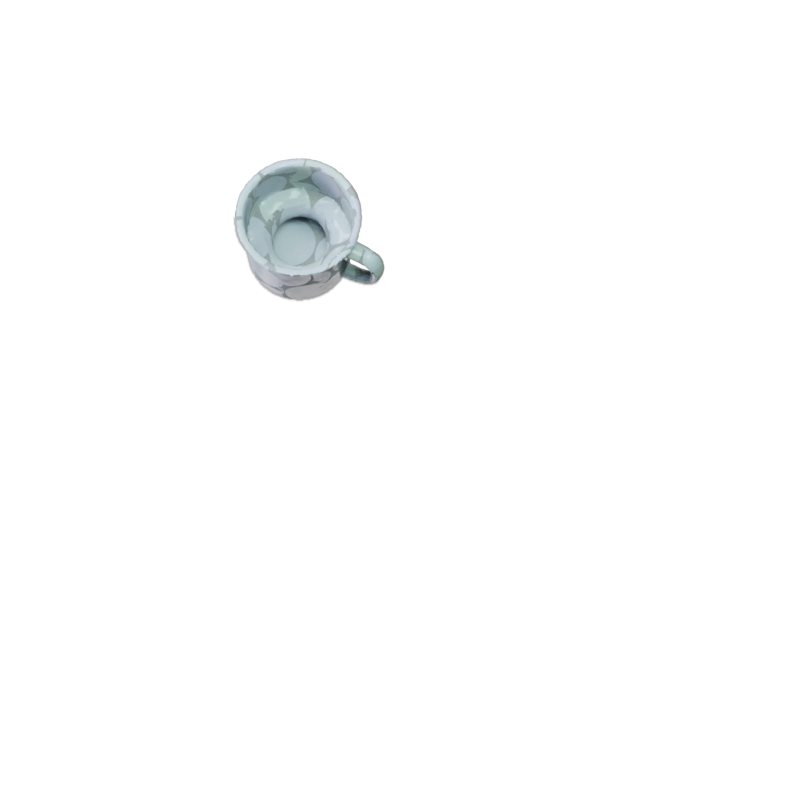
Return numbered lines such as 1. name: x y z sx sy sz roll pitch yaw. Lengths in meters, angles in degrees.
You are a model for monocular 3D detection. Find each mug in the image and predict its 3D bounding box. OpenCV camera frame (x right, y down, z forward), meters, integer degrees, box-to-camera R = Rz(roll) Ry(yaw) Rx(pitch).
1. mug: -0.066 -0.120 0.843 0.119 0.096 0.078 24 -16 6
